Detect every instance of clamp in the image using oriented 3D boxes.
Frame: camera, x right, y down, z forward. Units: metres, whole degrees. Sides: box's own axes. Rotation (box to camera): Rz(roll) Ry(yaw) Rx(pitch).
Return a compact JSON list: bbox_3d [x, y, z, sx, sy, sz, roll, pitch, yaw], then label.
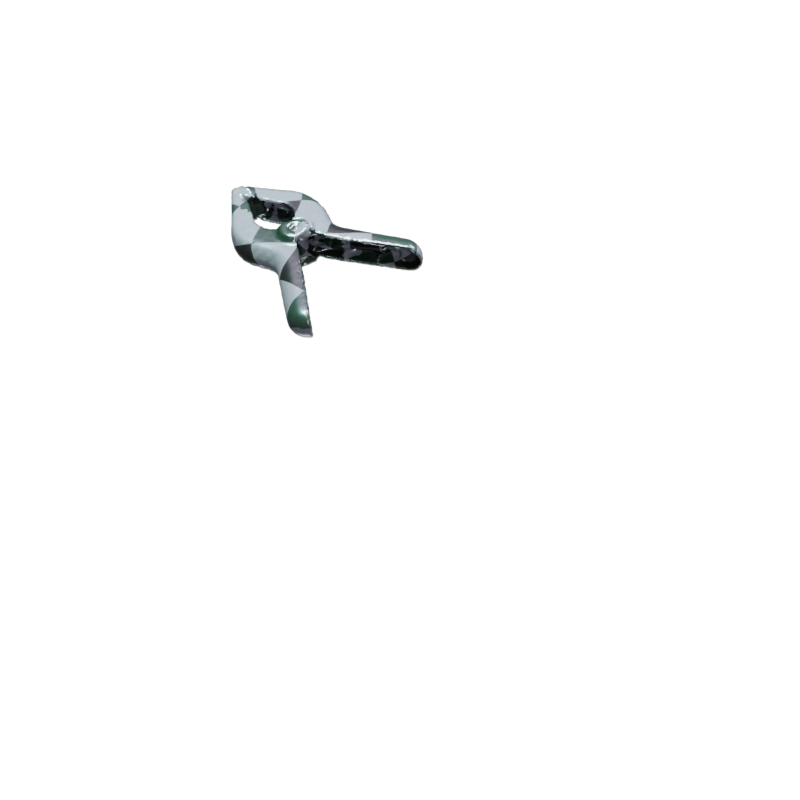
[{"bbox_3d":[-0.068,-0.123,0.865,0.119,0.036,0.185,-22,48,-22],"label":"clamp"}]
